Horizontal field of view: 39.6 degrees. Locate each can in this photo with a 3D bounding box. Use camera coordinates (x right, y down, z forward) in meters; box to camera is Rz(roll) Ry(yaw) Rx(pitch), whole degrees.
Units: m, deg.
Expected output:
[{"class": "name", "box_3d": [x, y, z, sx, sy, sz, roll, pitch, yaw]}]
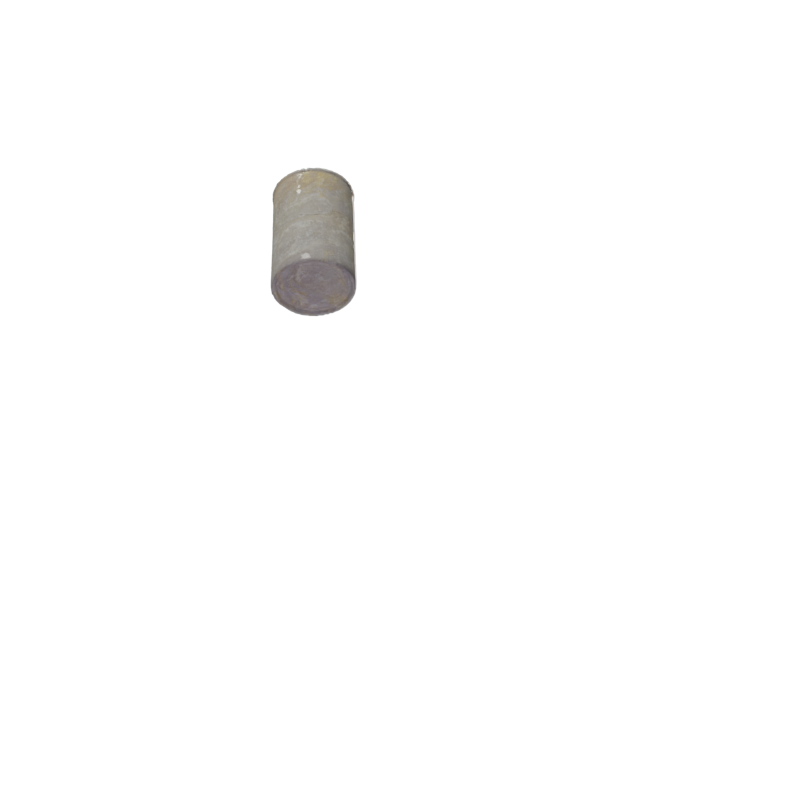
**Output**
[{"class": "can", "box_3d": [-0.069, -0.126, 0.883, 0.068, 0.110, 0.064, -1, -40, -3]}]
